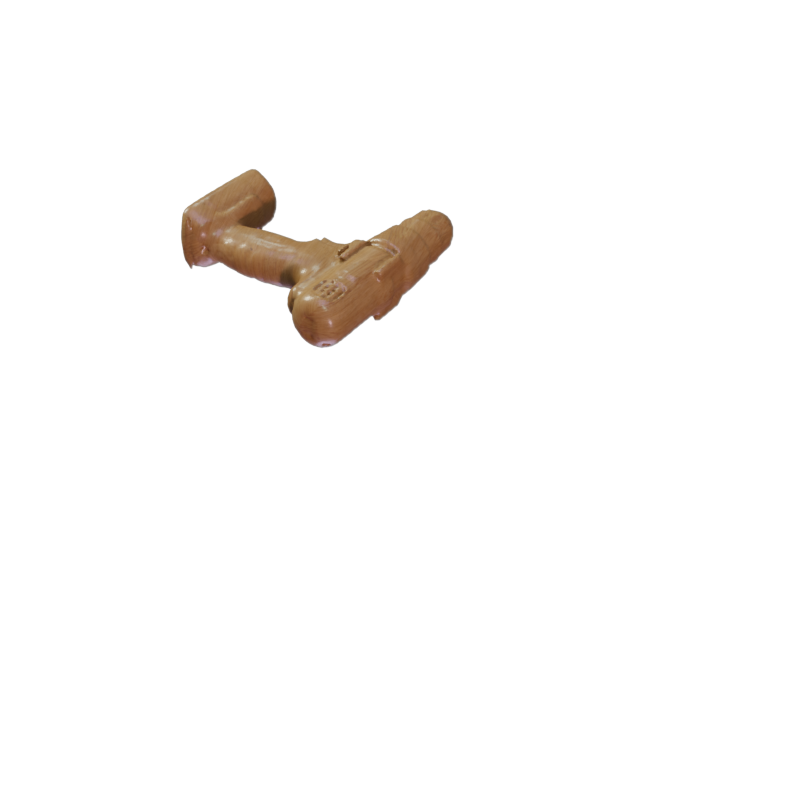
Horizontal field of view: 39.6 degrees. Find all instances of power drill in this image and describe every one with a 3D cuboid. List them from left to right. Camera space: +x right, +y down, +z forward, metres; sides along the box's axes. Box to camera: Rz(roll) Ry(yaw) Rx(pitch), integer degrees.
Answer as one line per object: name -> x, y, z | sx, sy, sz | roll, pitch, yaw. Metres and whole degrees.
power drill -> -0.071, -0.130, 0.913 | 0.198, 0.054, 0.186 | 24, 43, 28
